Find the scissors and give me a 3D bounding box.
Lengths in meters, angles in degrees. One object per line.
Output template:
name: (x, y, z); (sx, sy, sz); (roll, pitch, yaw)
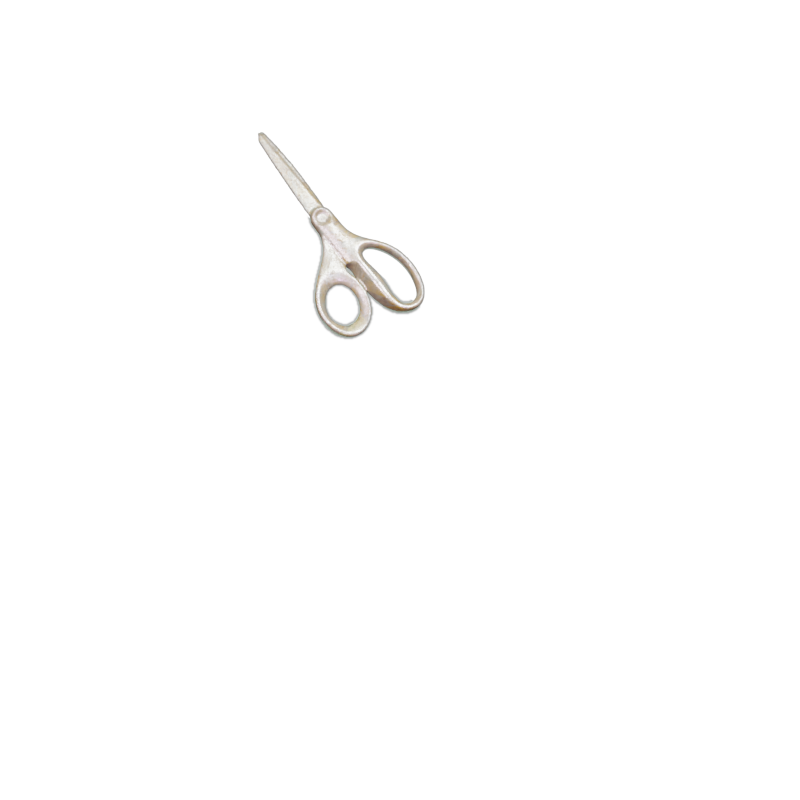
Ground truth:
scissors: (-0.071, -0.130, 0.909); (0.209, 0.097, 0.015); (39, -16, 14)
